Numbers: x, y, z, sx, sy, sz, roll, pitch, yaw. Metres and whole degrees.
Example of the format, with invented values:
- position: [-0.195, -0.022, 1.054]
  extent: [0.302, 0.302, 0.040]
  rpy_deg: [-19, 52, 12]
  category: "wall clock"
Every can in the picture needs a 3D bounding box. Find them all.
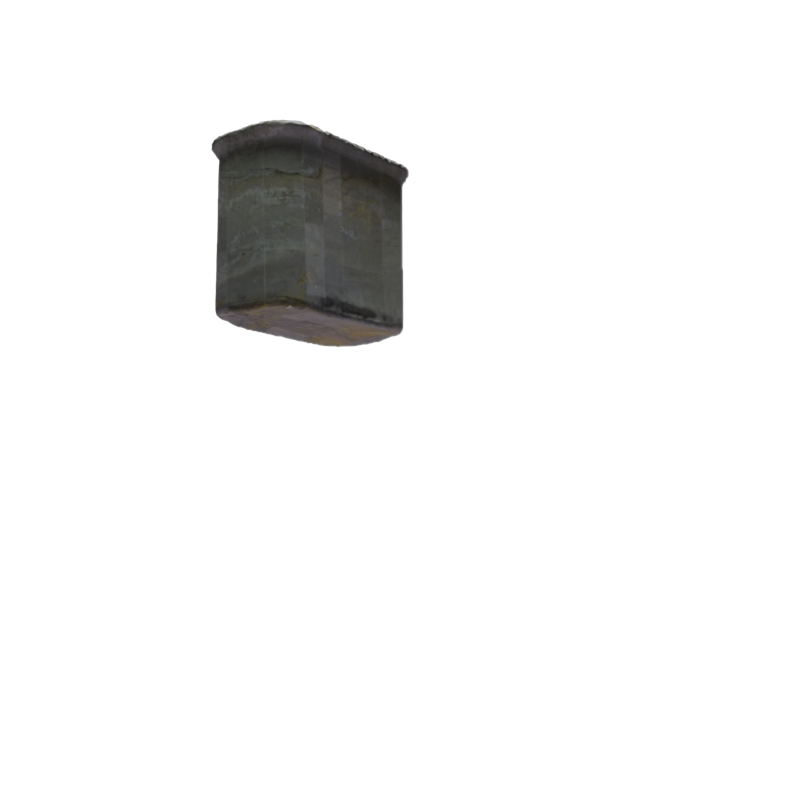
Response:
- position: [-0.041, -0.074, 0.520]
  extent: [0.059, 0.087, 0.096]
  rpy_deg: [-11, -15, 37]
  category: "can"
